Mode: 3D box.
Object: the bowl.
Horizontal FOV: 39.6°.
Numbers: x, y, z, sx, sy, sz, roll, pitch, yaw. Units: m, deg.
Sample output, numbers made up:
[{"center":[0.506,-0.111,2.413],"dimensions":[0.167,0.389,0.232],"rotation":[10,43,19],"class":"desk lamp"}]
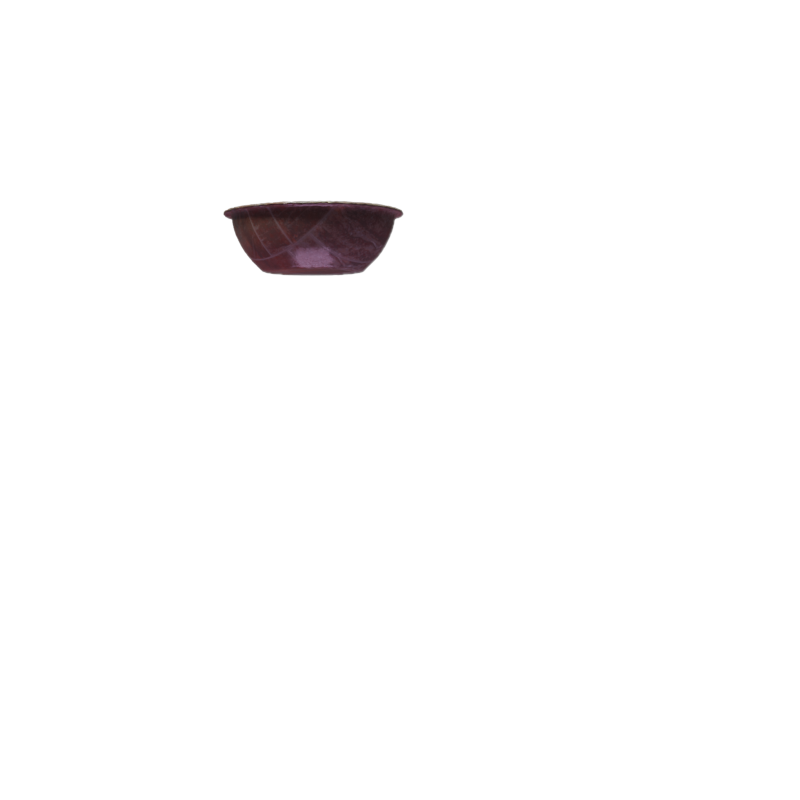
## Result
[{"center":[-0.078,-0.142,0.995],"dimensions":[0.162,0.055,0.161],"rotation":[0,1,-2],"class":"bowl"}]
